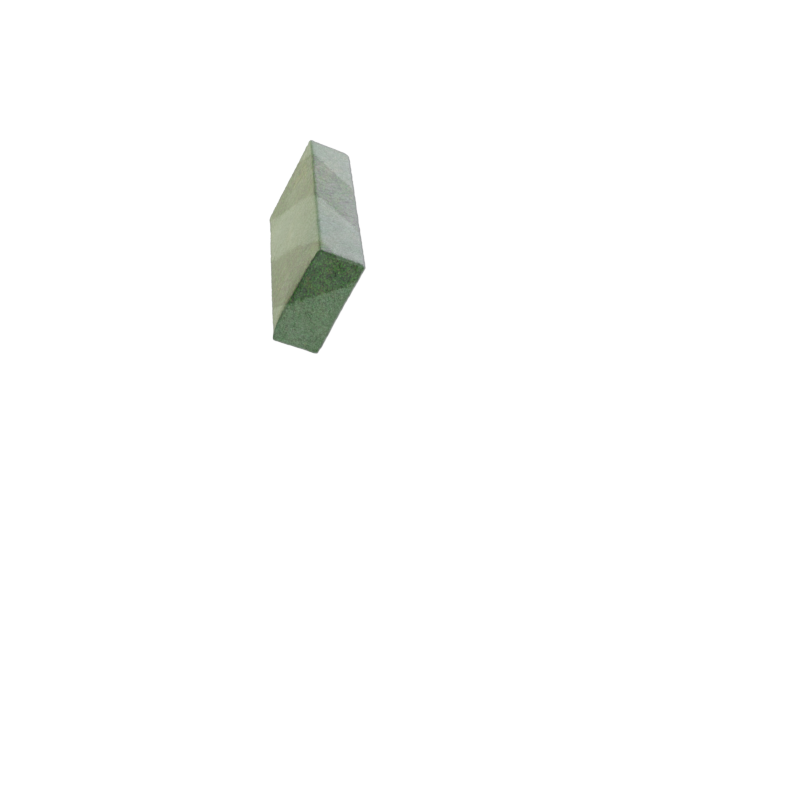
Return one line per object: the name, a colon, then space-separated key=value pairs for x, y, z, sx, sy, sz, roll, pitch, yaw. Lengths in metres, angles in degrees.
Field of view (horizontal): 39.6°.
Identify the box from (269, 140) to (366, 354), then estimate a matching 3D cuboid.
box: x=-0.071 y=-0.130 z=0.909 sx=0.046 sy=0.090 sz=0.189 roll=20 pitch=34 yaw=-19
